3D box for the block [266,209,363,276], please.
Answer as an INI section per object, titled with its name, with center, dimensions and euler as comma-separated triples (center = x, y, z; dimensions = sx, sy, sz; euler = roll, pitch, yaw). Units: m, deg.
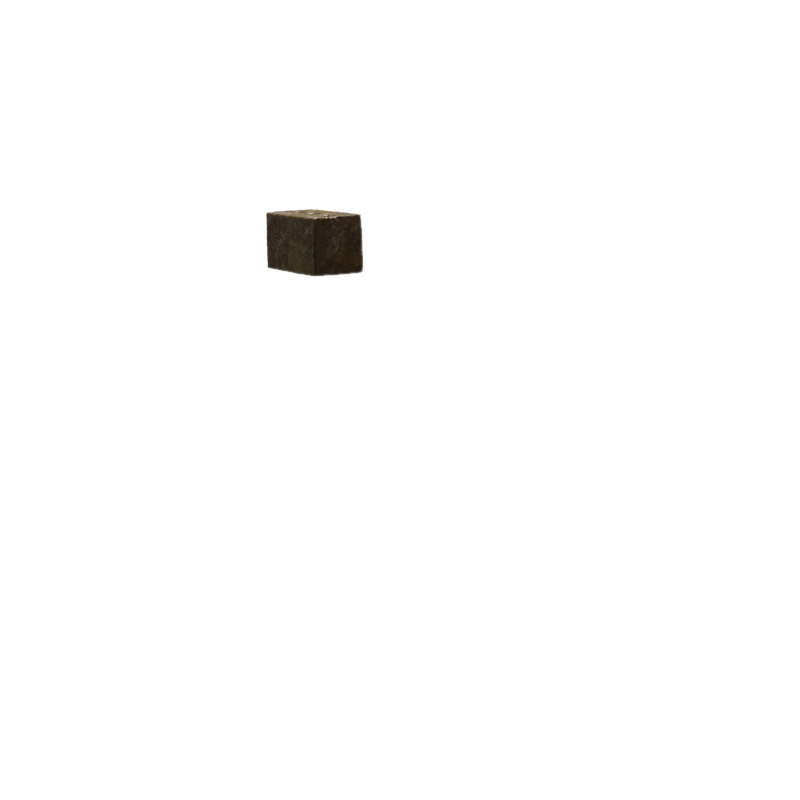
[block]
center = -0.076, -0.139, 0.976
dimensions = 0.051, 0.050, 0.082
euler = -7, 14, -37
